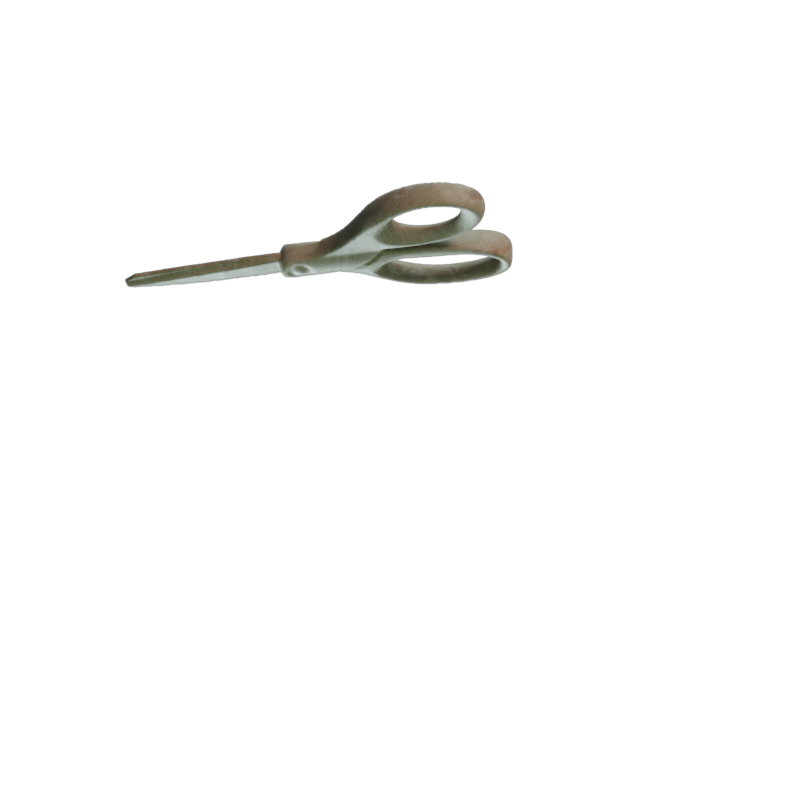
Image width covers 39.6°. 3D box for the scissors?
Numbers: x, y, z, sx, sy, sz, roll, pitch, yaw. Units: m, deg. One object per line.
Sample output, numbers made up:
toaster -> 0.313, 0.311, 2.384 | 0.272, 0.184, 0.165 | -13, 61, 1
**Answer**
scissors -> -0.043, -0.079, 0.551 | 0.202, 0.017, 0.091 | 0, -22, 0
